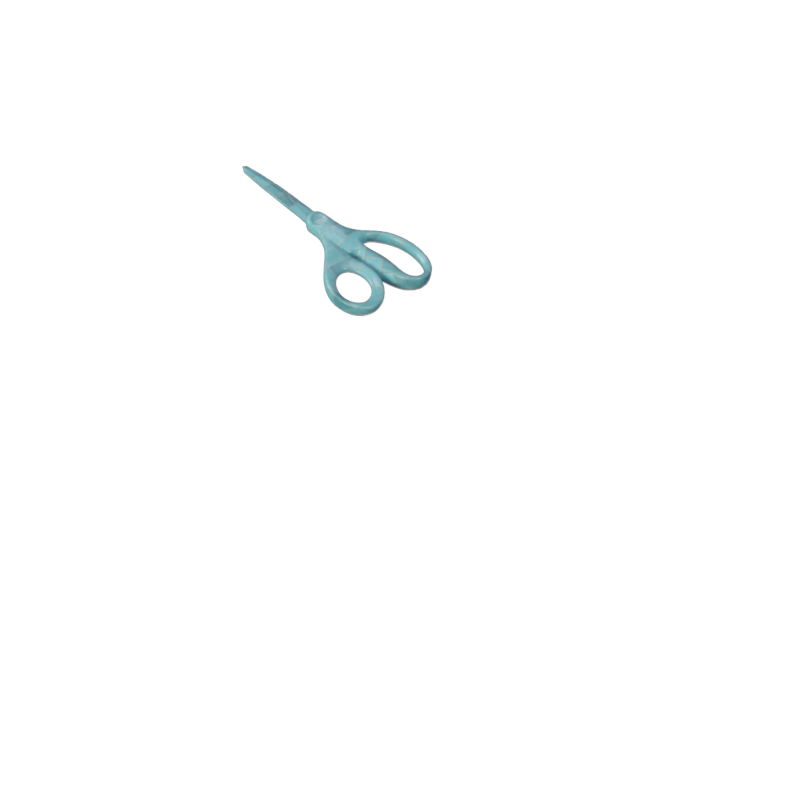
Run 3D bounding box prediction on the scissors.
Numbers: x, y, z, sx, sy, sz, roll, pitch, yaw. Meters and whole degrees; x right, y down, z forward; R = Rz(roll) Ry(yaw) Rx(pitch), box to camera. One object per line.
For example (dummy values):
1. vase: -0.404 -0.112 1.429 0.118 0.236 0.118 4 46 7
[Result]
1. scissors: -0.072 -0.131 0.919 0.210 0.099 0.015 25 -36 20
